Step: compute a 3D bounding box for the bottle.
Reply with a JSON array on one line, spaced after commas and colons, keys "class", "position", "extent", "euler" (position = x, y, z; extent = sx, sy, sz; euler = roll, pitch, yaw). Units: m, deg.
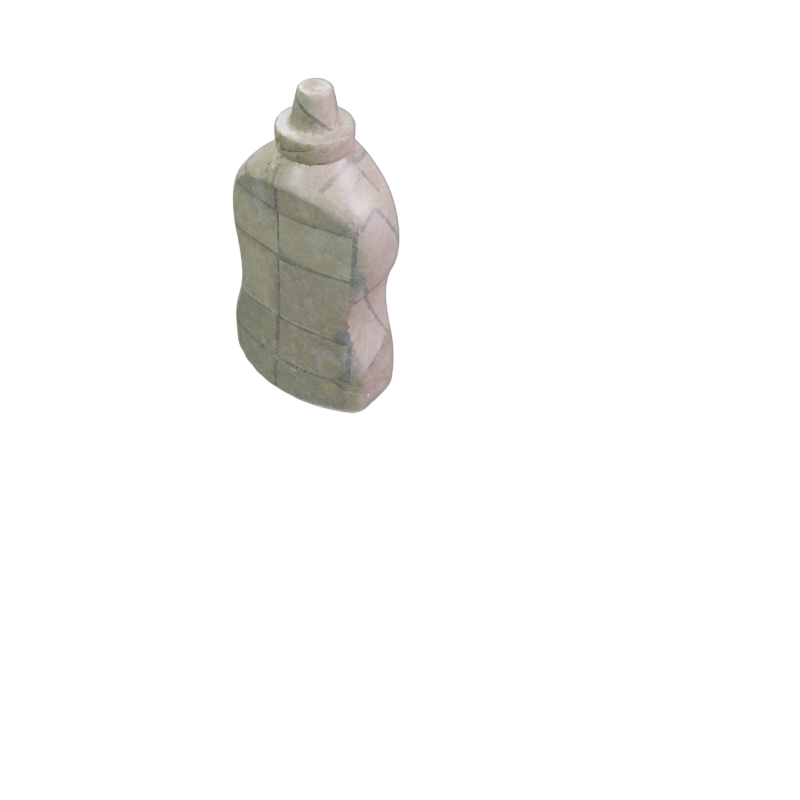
[{"class": "bottle", "position": [-0.046, -0.086, 0.597], "extent": [0.102, 0.179, 0.059], "euler": [30, 48, 27]}]
